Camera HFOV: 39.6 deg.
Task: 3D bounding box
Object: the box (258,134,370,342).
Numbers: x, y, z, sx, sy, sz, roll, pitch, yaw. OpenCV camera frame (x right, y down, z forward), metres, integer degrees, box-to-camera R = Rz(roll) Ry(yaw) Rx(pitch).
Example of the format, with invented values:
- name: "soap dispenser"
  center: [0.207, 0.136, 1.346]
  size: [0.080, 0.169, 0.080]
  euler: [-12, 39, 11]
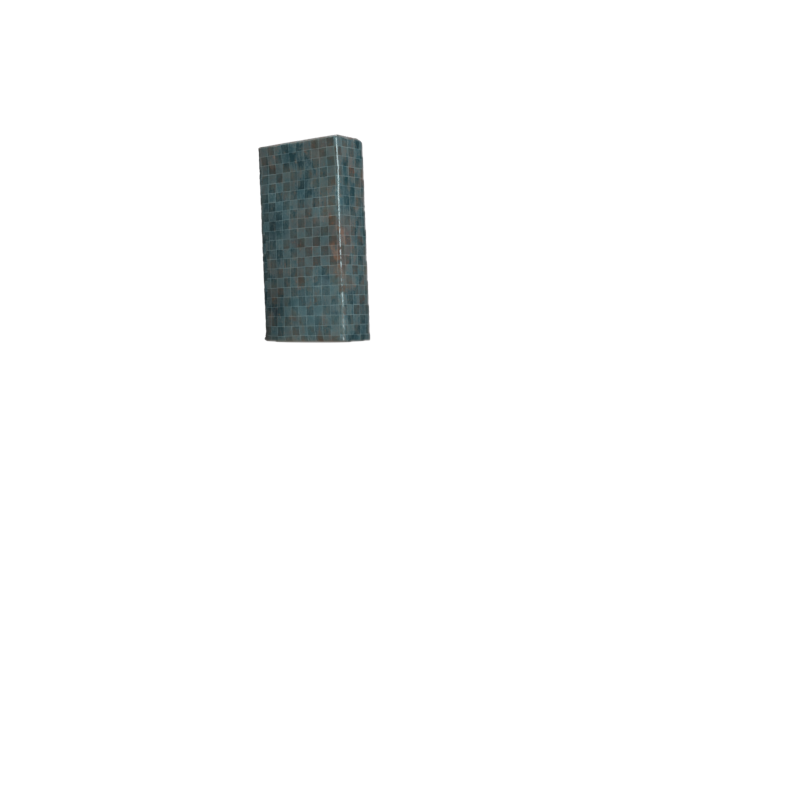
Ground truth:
- name: "box"
  center: [-0.076, -0.139, 0.971]
  size: [0.096, 0.178, 0.046]
  euler: [-3, -5, 37]
